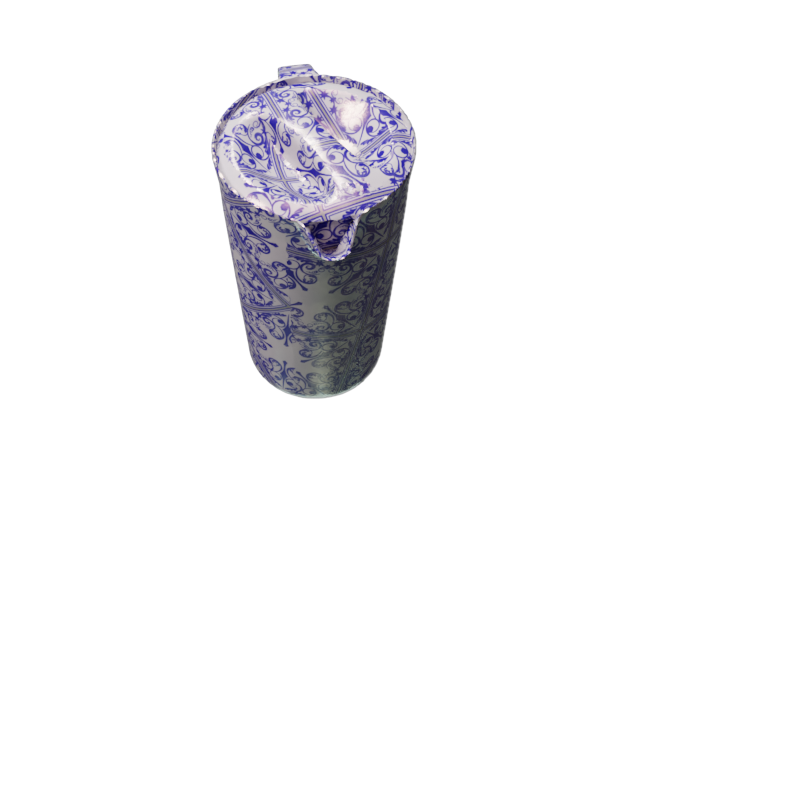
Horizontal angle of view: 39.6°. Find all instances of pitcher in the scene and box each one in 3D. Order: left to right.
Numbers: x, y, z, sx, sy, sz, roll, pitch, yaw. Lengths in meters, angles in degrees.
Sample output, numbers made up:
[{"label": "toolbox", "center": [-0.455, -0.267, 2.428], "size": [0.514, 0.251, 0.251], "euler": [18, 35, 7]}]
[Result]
[{"label": "pitcher", "center": [-0.064, -0.116, 0.814], "size": [0.151, 0.153, 0.227], "euler": [29, -31, 16]}]
